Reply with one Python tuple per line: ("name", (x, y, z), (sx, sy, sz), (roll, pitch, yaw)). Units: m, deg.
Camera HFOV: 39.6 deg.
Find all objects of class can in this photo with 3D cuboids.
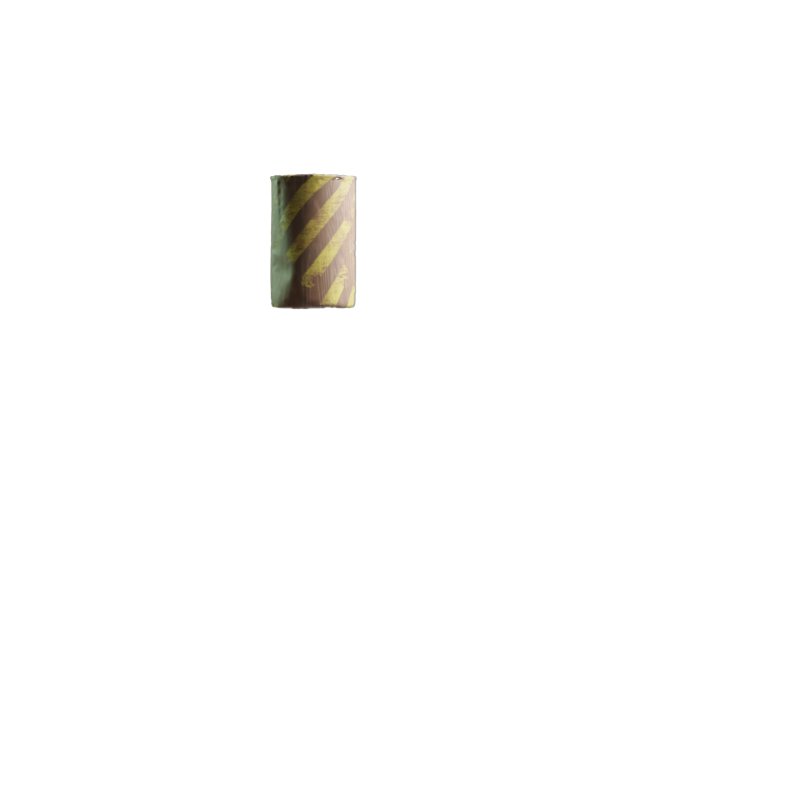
("can", (-0.068, -0.123, 0.864), (0.068, 0.102, 0.069), (0, 2, -2))
